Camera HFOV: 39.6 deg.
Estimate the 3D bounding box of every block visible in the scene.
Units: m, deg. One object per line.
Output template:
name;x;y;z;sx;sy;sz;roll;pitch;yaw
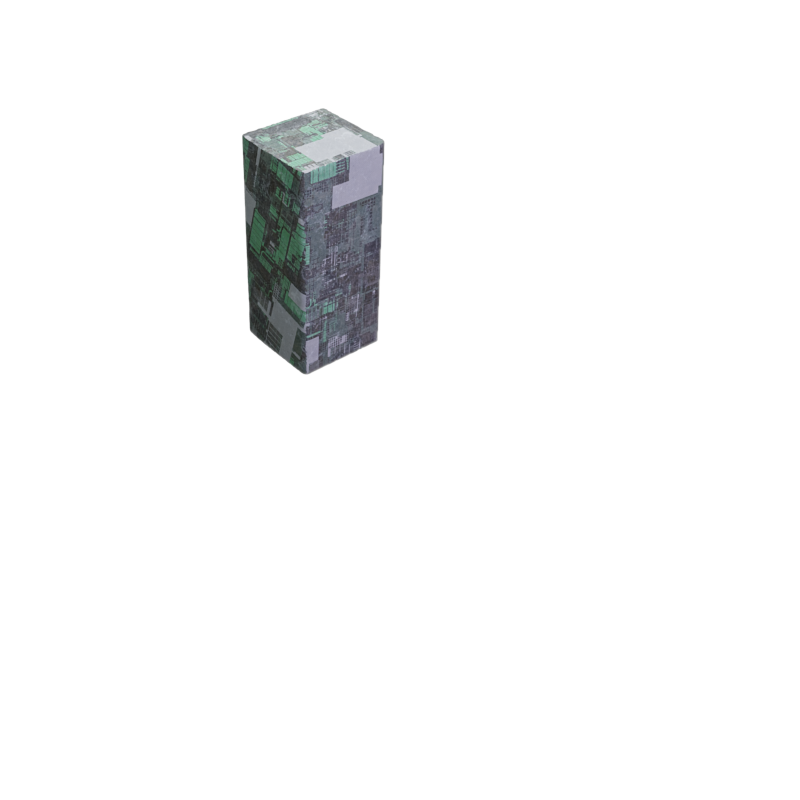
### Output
block;-0.077;-0.140;0.985;0.090;0.193;0.097;-24;42;-33
